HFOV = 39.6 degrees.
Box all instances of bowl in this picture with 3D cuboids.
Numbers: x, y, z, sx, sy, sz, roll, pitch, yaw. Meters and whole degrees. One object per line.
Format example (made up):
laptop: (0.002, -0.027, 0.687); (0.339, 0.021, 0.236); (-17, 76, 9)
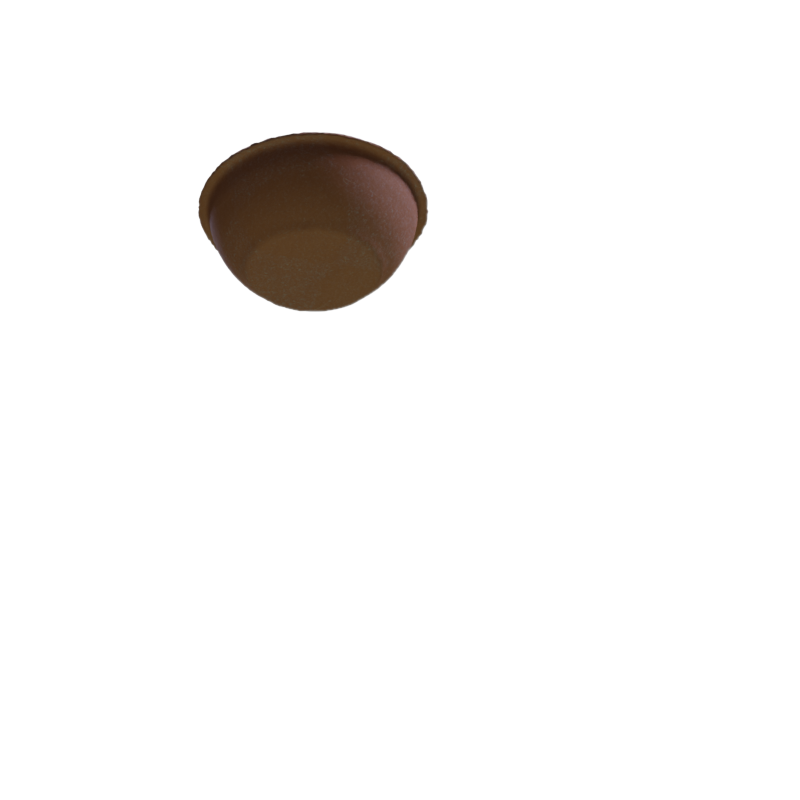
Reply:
bowl: (-0.060, -0.109, 0.764); (0.162, 0.059, 0.151); (1, -34, -2)
